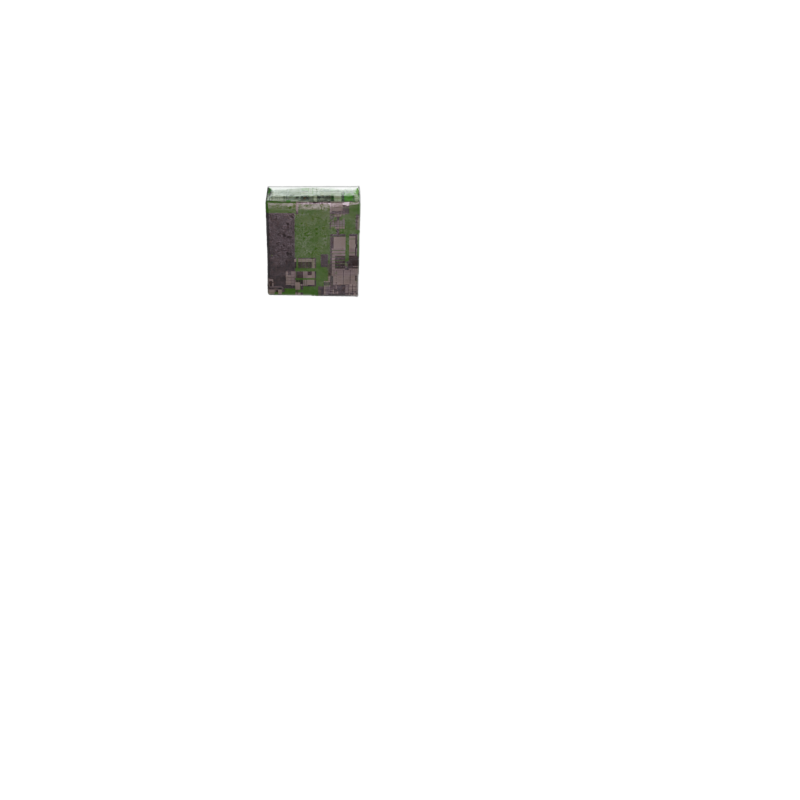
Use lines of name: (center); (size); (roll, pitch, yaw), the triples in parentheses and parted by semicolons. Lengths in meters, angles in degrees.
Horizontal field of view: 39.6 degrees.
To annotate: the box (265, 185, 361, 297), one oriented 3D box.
box: (-0.068, -0.125, 0.875); (0.073, 0.084, 0.032); (1, 33, -1)
